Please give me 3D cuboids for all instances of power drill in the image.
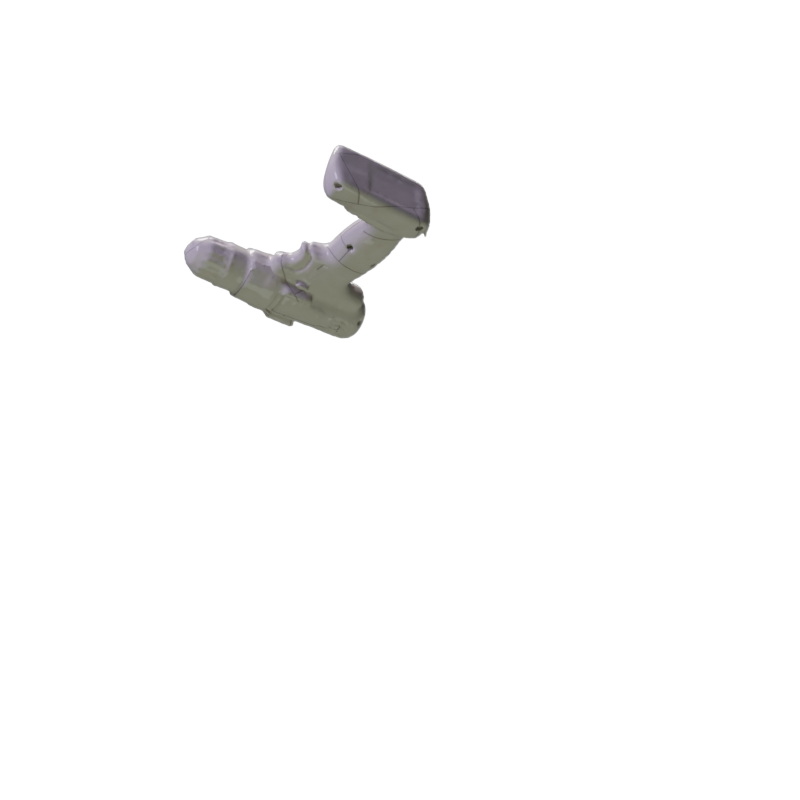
[{"bbox_3d":[-0.078,-0.142,0.993,0.176,0.062,0.183,22,-44,-26],"label":"power drill"}]
